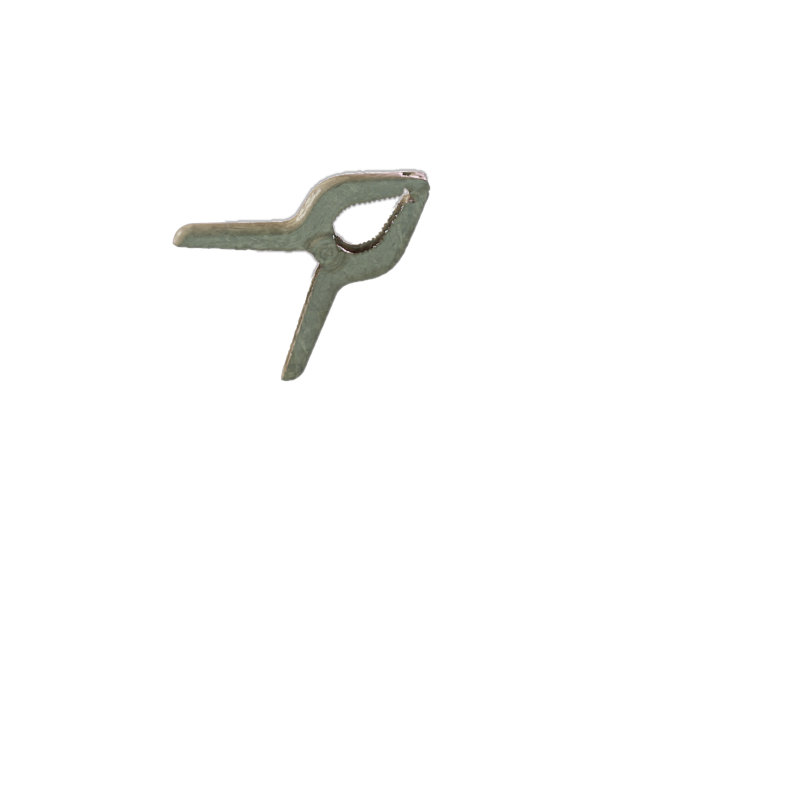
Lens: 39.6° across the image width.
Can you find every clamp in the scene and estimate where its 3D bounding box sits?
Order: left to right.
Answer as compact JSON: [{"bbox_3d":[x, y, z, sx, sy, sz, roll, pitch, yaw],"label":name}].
[{"bbox_3d":[-0.072,-0.131,0.916,0.208,0.158,0.038,-39,17,14],"label":"clamp"}]
